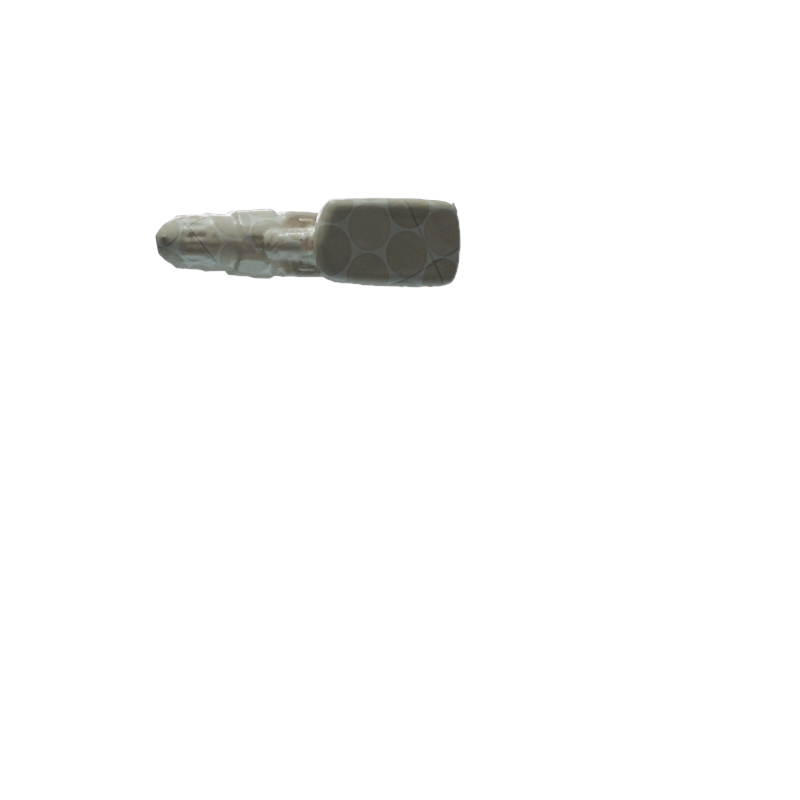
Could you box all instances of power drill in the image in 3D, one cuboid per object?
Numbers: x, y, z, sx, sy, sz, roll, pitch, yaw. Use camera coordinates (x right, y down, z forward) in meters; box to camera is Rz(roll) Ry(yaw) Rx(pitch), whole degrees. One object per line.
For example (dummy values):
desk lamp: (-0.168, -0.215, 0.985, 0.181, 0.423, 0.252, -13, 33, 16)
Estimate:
power drill: (-0.061, -0.111, 0.775, 0.179, 0.057, 0.195, -4, 9, -27)
